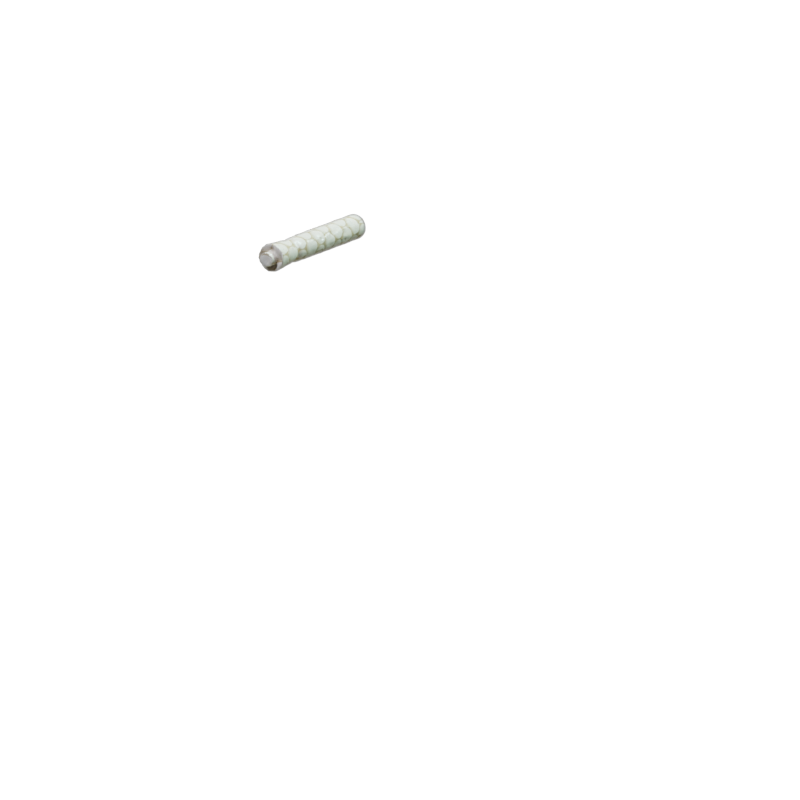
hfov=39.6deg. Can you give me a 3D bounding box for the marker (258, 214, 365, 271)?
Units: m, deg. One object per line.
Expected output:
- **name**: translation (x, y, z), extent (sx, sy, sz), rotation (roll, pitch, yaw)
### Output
- **marker**: translation (-0.060, -0.109, 0.764), extent (0.020, 0.019, 0.121), rotation (2, 19, 27)
